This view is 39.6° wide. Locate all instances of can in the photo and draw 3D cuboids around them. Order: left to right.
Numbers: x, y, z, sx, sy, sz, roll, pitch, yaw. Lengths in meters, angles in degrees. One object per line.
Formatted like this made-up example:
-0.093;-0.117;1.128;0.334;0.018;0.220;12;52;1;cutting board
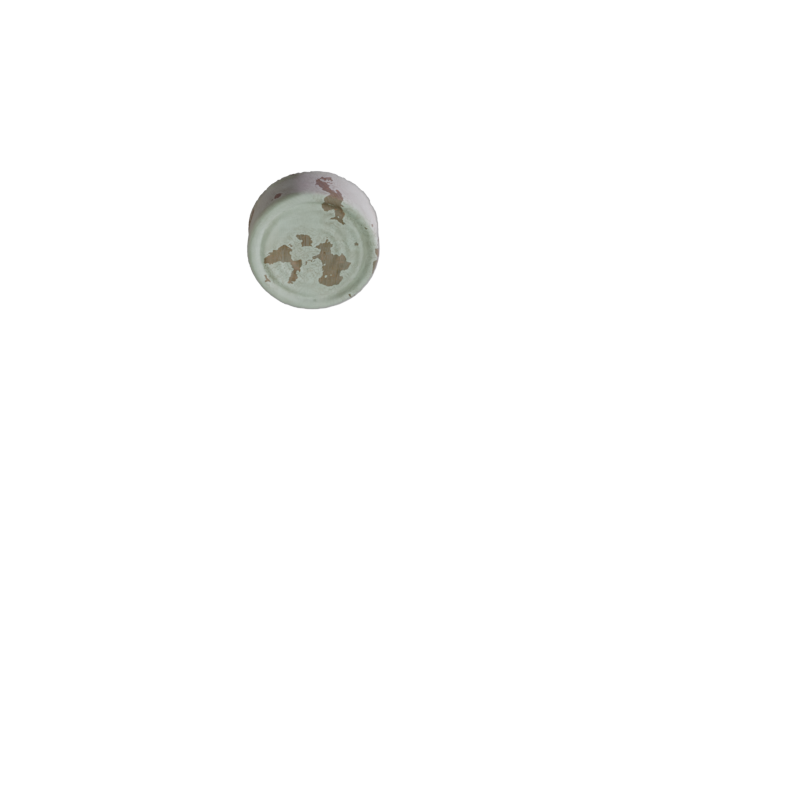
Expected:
-0.056;-0.102;0.714;0.086;0.081;0.036;1;29;-1;can
